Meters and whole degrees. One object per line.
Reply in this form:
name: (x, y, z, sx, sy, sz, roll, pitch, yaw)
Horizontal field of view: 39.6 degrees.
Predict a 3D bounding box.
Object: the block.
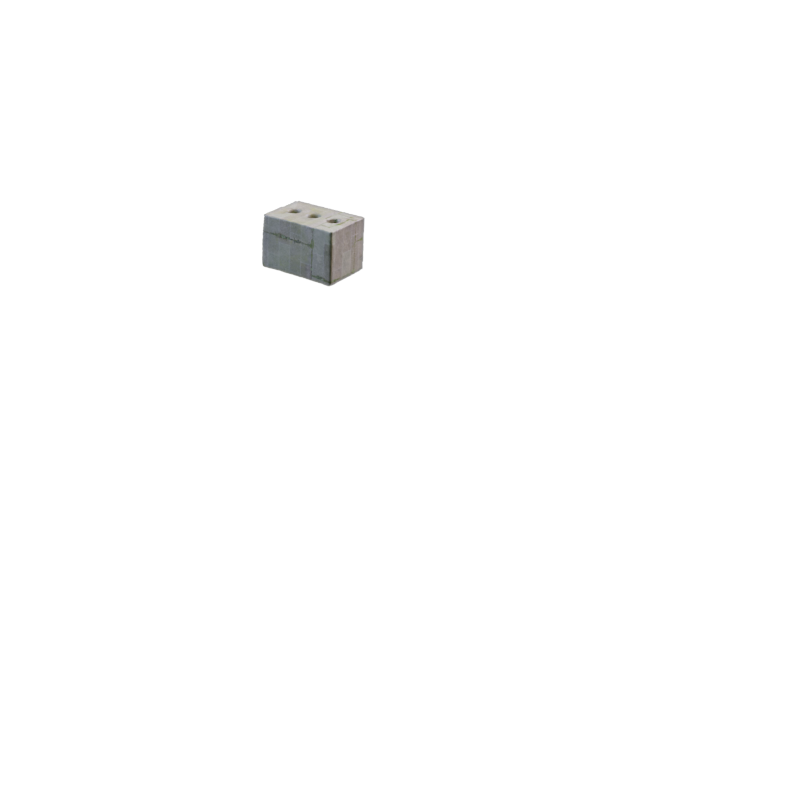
block: (-0.077, -0.141, 0.989, 0.082, 0.049, 0.053, 18, 30, 31)
